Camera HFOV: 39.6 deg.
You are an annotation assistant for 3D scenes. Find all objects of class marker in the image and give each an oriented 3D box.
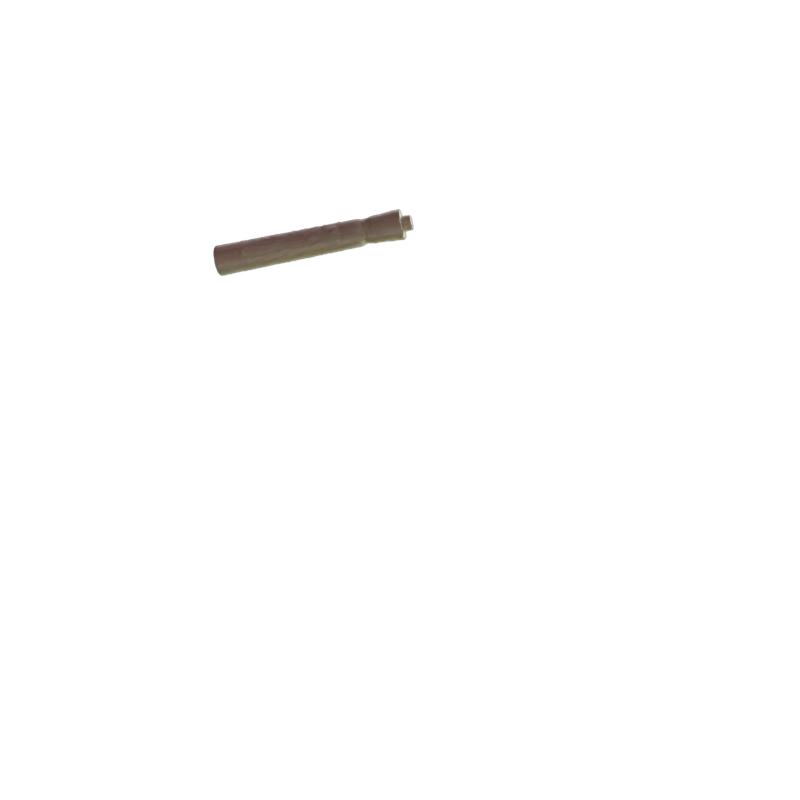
[{"bbox_3d":[-0.052,-0.095,0.665,0.122,0.020,0.020,-10,2,10],"label":"marker"}]
